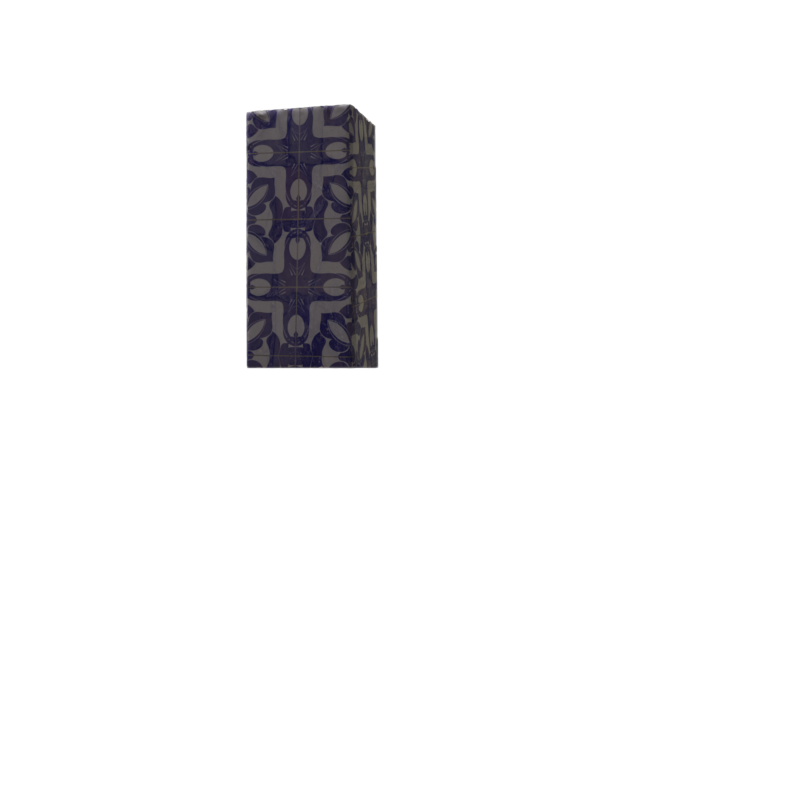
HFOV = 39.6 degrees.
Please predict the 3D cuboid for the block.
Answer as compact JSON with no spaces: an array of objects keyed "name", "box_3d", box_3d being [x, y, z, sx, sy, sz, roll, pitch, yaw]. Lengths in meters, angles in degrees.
[{"name":"block","box_3d":[-0.072,-0.130,0.910,0.092,0.209,0.087,-2,-5,14]}]
